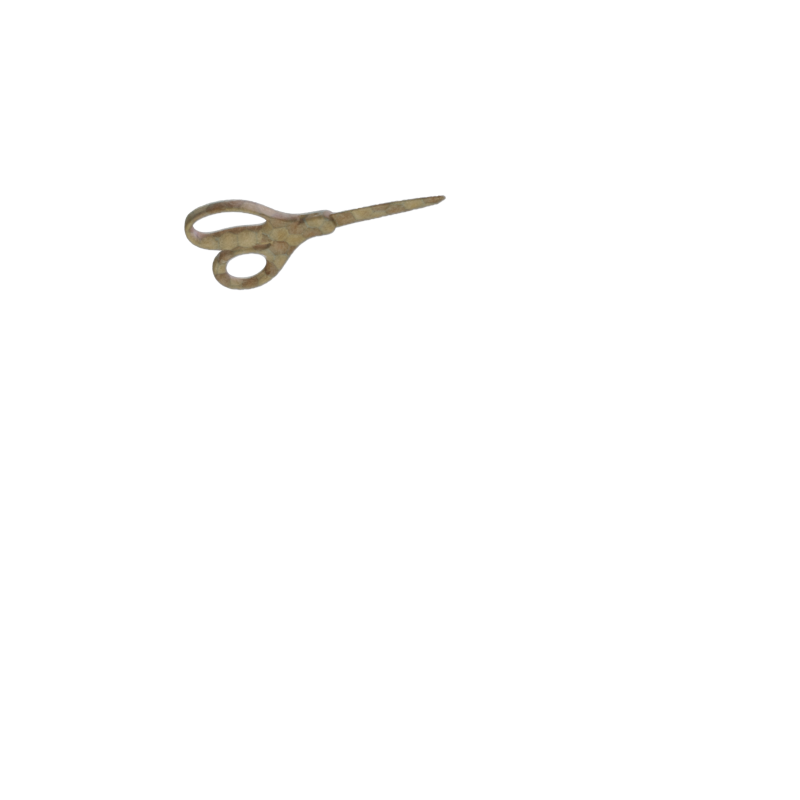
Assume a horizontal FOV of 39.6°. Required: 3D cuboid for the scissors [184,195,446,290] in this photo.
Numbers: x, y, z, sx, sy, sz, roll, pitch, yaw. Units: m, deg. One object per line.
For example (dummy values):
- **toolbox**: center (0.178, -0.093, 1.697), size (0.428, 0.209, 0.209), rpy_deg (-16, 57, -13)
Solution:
- **scissors**: center (-0.069, -0.125, 0.876), size (0.201, 0.017, 0.090), rpy_deg (1, -44, -1)
